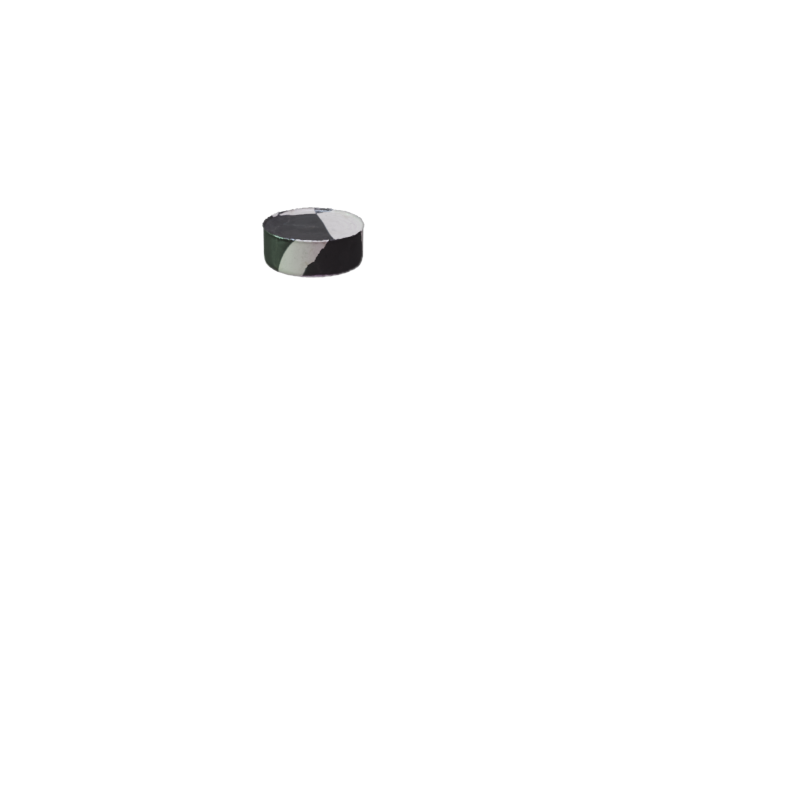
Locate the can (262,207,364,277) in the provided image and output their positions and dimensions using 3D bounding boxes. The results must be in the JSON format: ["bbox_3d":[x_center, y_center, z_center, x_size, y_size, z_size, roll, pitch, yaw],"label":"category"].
[{"bbox_3d":[-0.073,-0.134,0.937,0.086,0.032,0.091,-1,26,-2],"label":"can"}]
